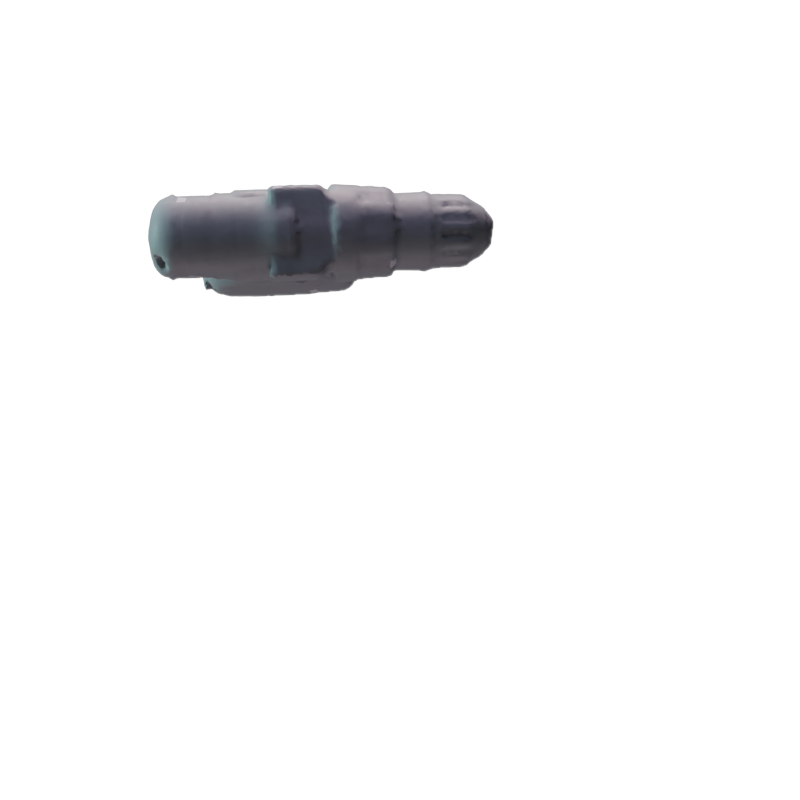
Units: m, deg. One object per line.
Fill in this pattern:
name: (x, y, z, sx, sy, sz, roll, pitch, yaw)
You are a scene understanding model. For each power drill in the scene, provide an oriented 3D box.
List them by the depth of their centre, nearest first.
power drill: (-0.052, -0.095, 0.663, 0.183, 0.058, 0.188, 0, 2, -6)
